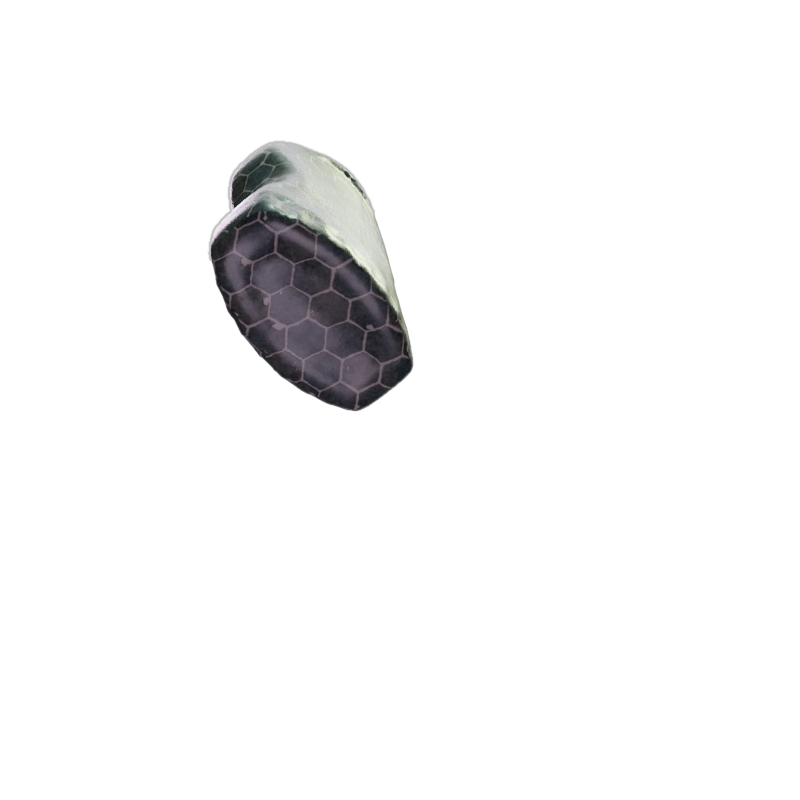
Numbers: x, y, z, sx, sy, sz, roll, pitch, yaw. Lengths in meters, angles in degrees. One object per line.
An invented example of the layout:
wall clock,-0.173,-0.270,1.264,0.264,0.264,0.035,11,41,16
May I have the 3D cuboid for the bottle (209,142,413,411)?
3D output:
bottle,-0.042,-0.075,0.526,0.058,0.092,0.201,-40,20,14
